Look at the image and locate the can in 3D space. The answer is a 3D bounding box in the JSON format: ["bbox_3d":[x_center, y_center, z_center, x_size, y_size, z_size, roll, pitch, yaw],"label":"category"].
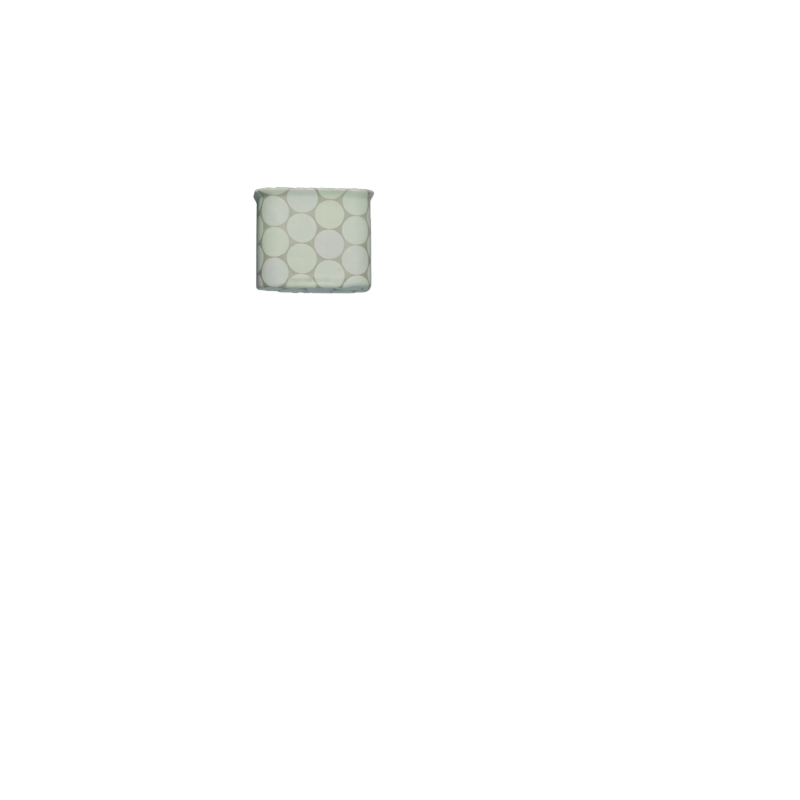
[{"bbox_3d":[-0.074,-0.134,0.942,0.101,0.085,0.057,0,-5,-8],"label":"can"}]
